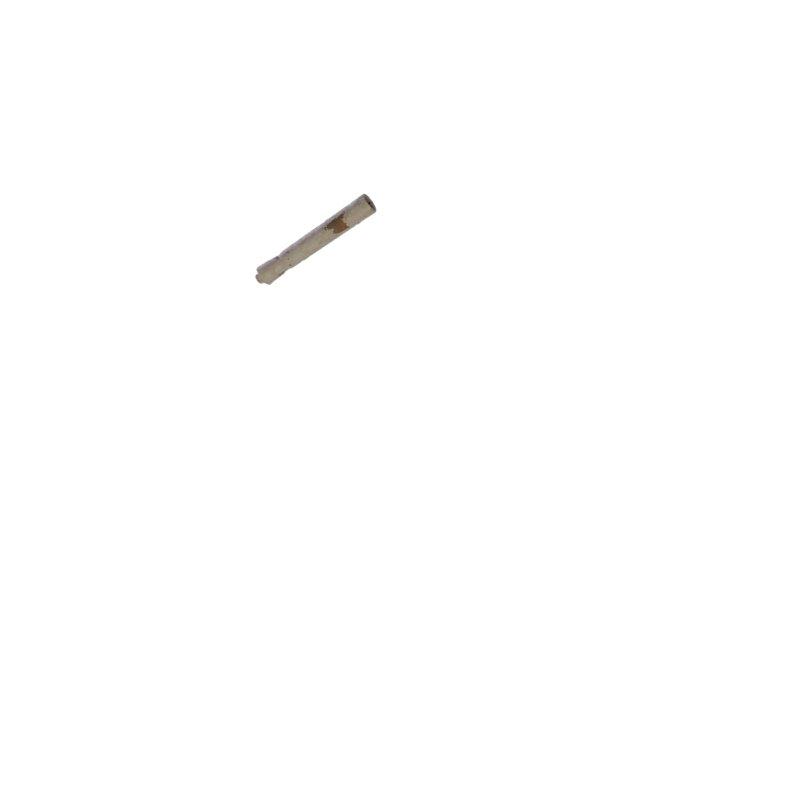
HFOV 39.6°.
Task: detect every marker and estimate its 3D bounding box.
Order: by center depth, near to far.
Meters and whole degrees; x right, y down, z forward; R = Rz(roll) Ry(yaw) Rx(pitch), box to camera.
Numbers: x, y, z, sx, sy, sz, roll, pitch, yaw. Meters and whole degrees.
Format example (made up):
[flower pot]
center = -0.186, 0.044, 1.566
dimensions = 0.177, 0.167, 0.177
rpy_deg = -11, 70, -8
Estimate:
[marker]
center = -0.074, -0.135, 0.943
dimensions = 0.120, 0.020, 0.019
rpy_deg = -32, -6, 17
